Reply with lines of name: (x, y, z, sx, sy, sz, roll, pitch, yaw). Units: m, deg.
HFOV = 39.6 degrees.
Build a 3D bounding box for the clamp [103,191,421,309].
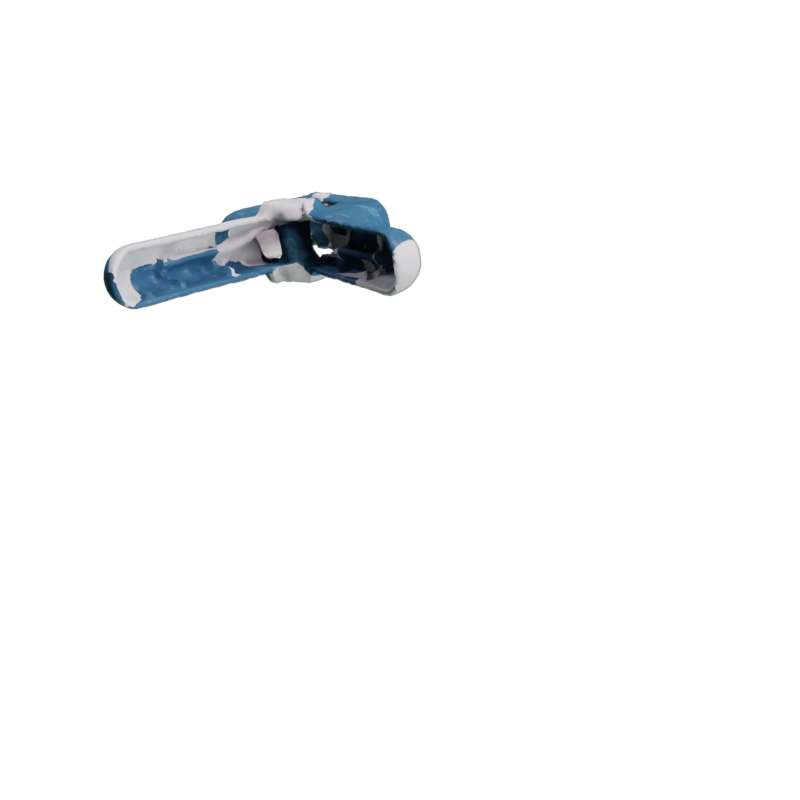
clamp: (-0.037, -0.068, 0.477, 0.123, 0.038, 0.174, 5, 20, 14)
